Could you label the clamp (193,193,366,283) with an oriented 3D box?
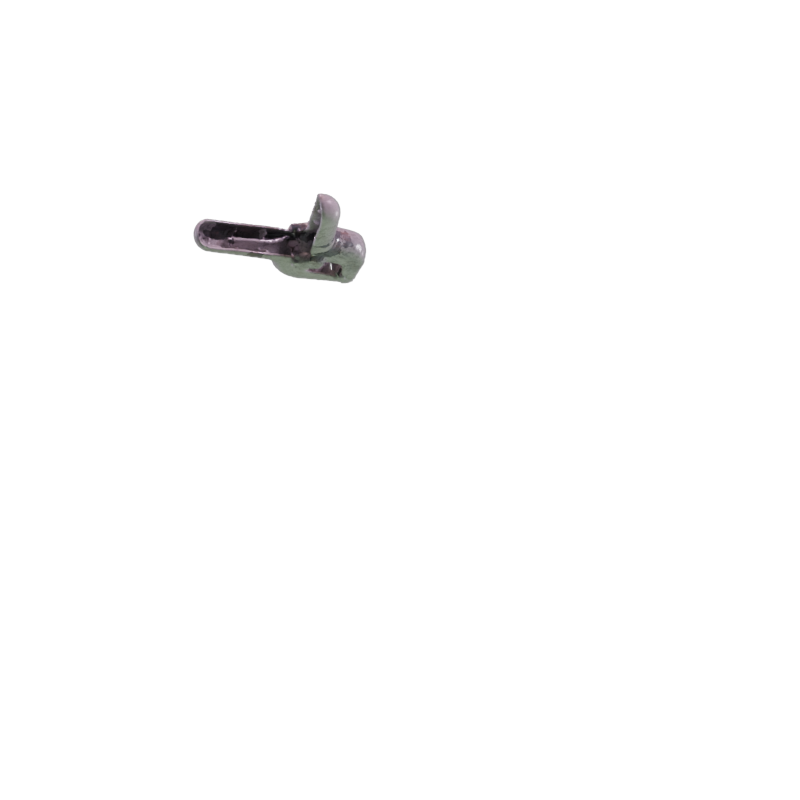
[{"bbox_3d":[-0.070,-0.127,0.892,0.123,0.040,0.163,-3,-6,32],"label":"clamp"}]
